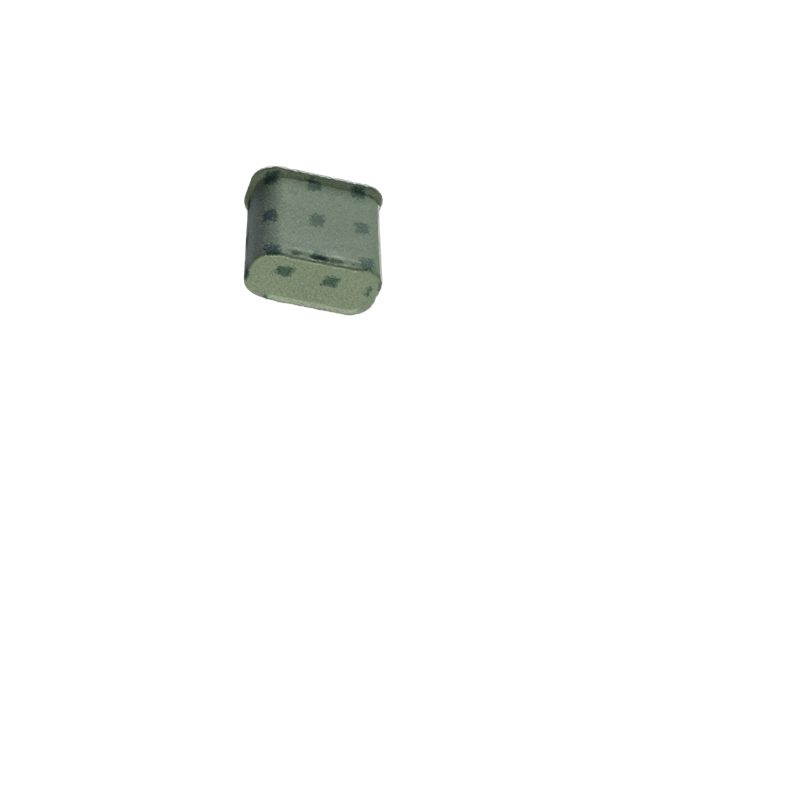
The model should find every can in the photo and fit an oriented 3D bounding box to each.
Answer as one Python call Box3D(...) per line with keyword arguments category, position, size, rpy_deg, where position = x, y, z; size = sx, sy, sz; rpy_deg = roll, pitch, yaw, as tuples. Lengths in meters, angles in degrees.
Box3D(category="can", position=(-0.063, -0.115, 0.808), size=(0.099, 0.090, 0.055), rpy_deg=(10, -39, -15))
